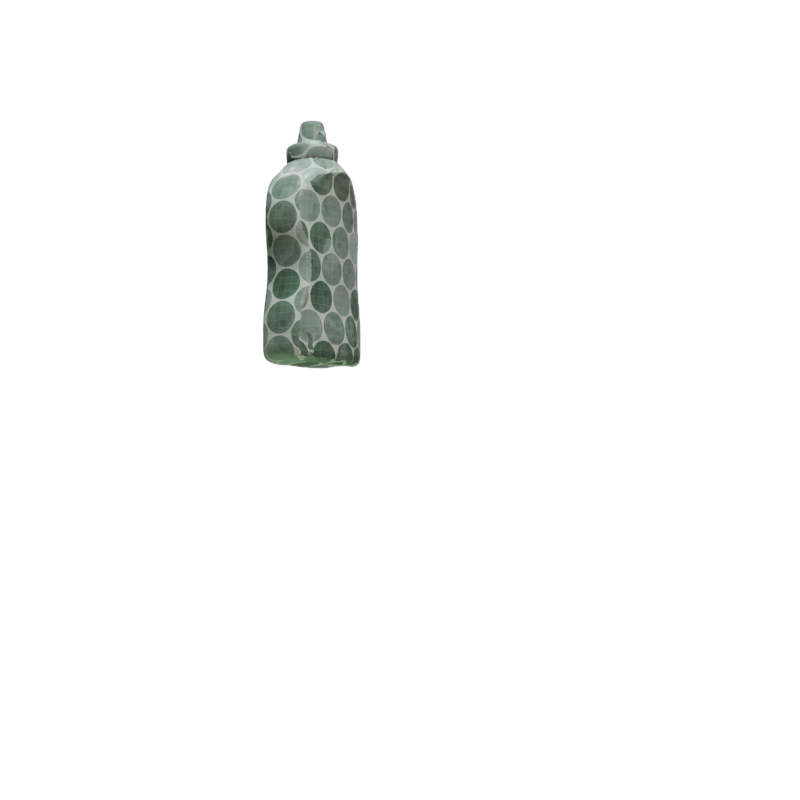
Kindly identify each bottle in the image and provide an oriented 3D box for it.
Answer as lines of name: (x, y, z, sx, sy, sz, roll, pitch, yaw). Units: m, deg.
bottle: (-0.068, -0.123, 0.863, 0.060, 0.196, 0.091, -7, -11, 31)
